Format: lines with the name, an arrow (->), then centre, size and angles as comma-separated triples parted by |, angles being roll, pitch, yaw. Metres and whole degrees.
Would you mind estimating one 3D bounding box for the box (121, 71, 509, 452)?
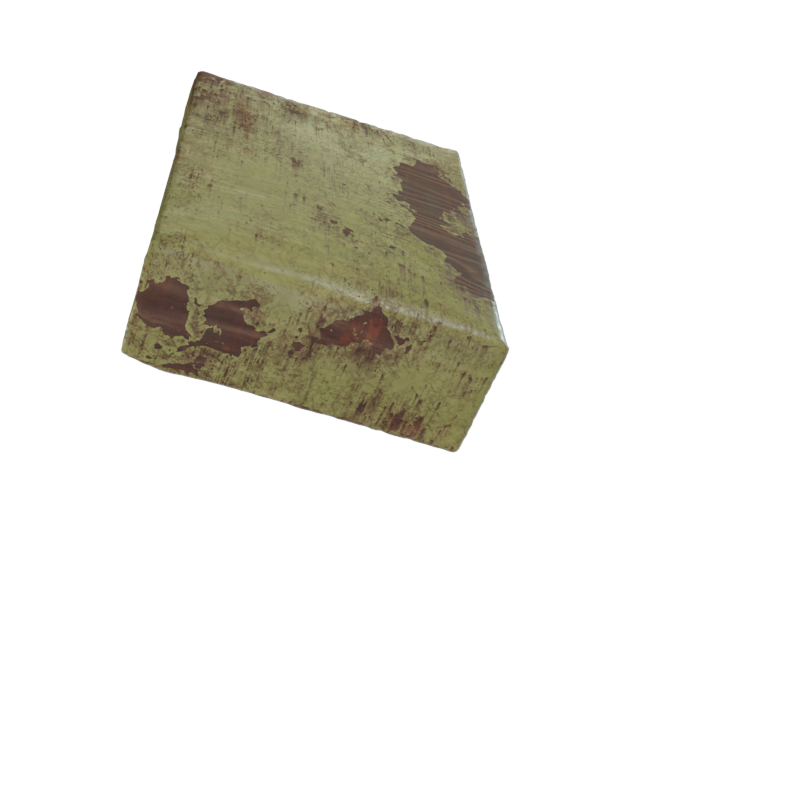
box -> -0.045, -0.082, 0.574 | 0.161, 0.069, 0.228 | 15, 31, -12
